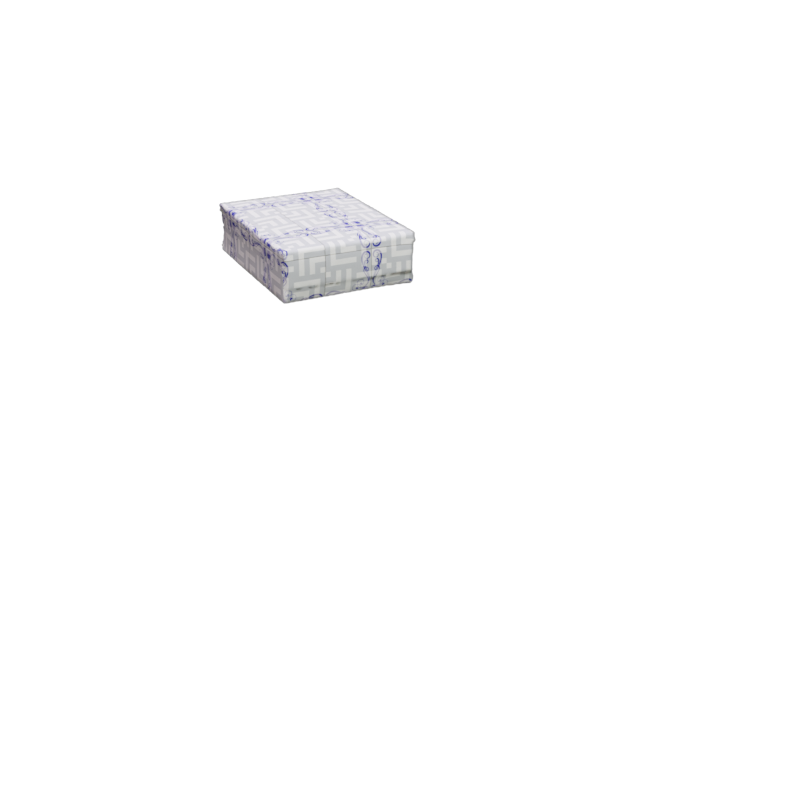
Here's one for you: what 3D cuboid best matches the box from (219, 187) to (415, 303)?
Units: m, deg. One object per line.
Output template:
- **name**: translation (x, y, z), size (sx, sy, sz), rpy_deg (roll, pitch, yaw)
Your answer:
- **box**: translation (-0.056, -0.102, 0.715), size (0.088, 0.037, 0.121), rpy_deg (-11, 26, -25)
